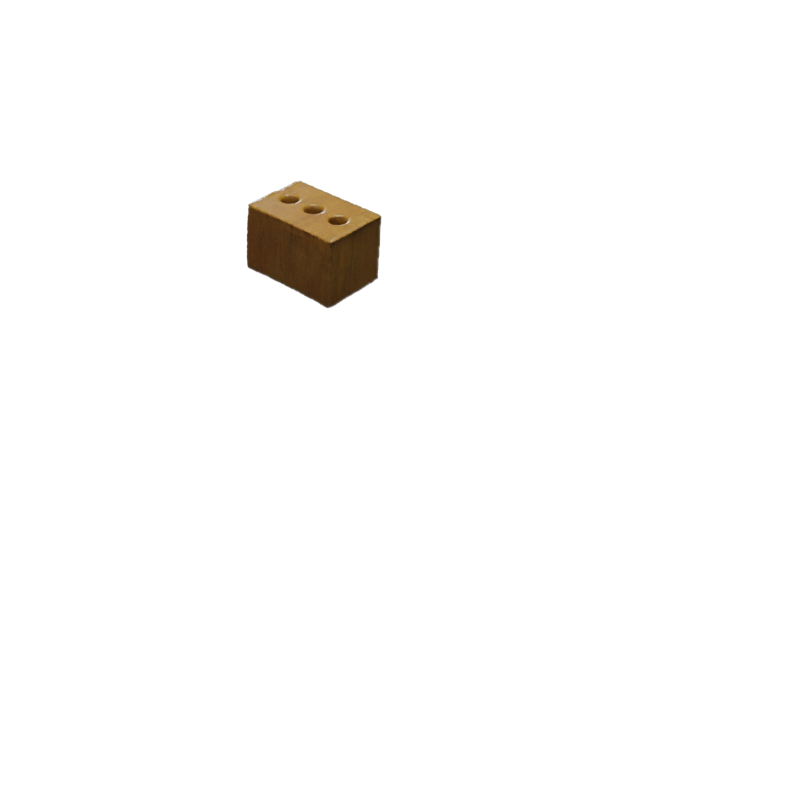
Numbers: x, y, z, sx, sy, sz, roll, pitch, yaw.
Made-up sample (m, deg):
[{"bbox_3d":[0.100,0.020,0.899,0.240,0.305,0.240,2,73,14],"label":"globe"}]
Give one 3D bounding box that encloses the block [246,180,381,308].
[{"bbox_3d":[-0.058,-0.106,0.745,0.083,0.048,0.053,27,42,32],"label":"block"}]
